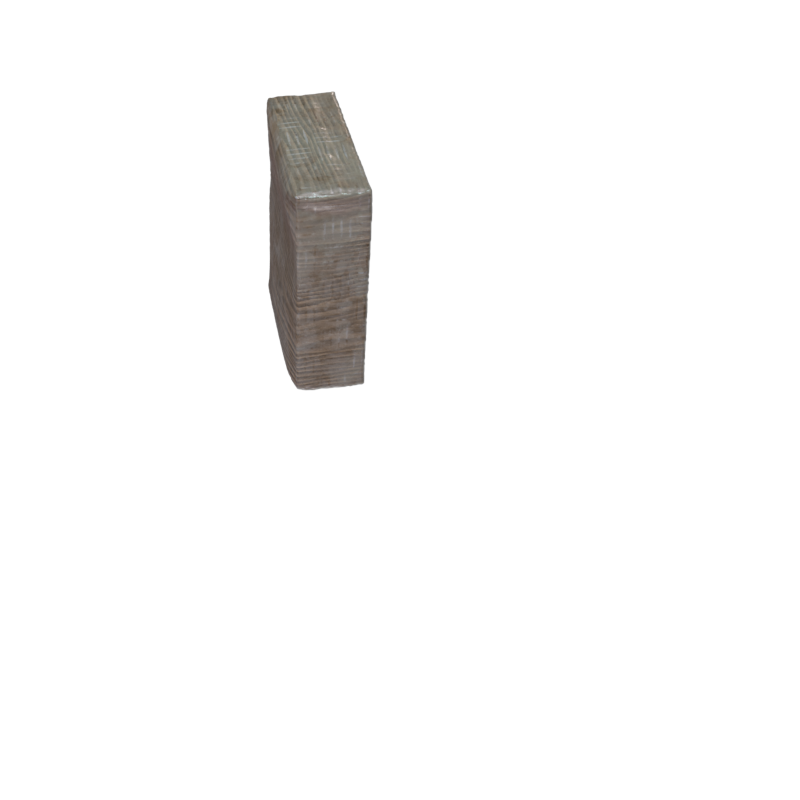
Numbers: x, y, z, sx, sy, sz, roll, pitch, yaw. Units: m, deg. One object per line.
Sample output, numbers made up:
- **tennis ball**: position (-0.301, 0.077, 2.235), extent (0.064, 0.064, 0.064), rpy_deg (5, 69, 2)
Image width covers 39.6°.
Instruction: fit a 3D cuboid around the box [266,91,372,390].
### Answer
- **box**: position (-0.077, -0.141, 0.989), extent (0.071, 0.199, 0.177), rpy_deg (-6, 41, -11)
